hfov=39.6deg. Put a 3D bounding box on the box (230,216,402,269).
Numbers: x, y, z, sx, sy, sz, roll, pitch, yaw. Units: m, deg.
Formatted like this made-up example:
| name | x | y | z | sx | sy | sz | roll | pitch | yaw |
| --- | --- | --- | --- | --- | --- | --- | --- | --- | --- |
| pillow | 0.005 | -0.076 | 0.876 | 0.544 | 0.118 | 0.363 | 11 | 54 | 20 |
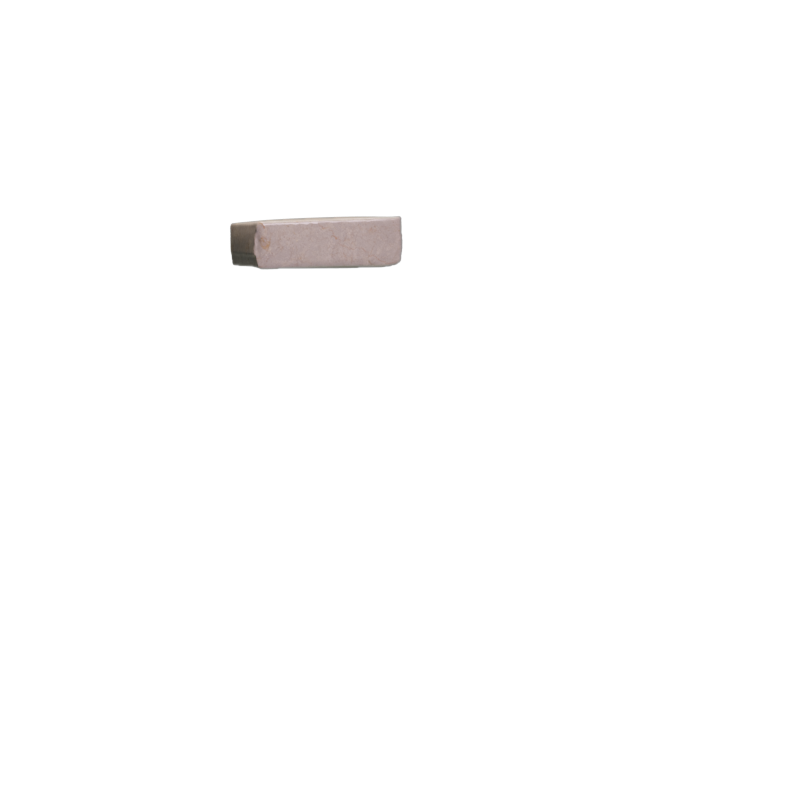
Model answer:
| name | x | y | z | sx | sy | sz | roll | pitch | yaw |
| --- | --- | --- | --- | --- | --- | --- | --- | --- | --- |
| box | -0.066 | -0.120 | 0.841 | 0.111 | 0.038 | 0.093 | -3 | 9 | -18 |
